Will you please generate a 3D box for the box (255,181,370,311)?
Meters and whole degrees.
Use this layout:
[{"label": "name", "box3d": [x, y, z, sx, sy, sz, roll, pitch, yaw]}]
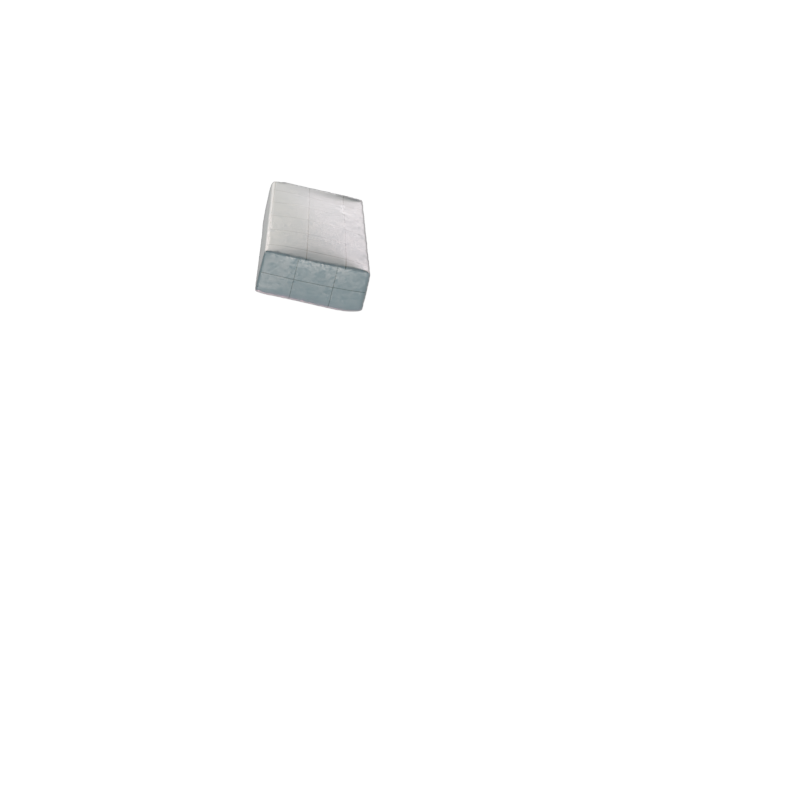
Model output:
[{"label": "box", "box3d": [-0.078, -0.143, 0.999, 0.092, 0.046, 0.187, 10, 30, -10]}]
